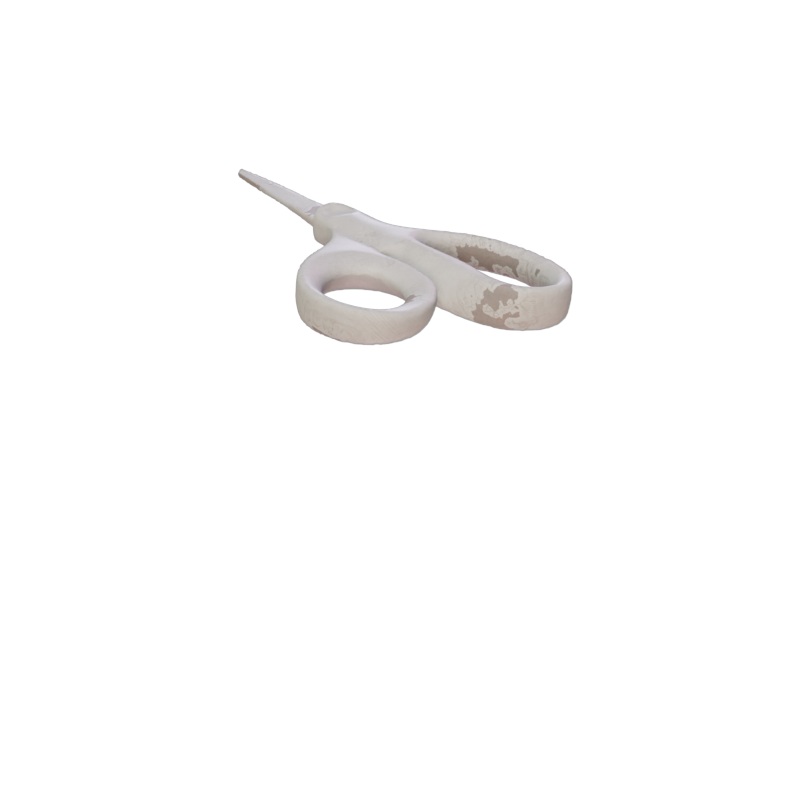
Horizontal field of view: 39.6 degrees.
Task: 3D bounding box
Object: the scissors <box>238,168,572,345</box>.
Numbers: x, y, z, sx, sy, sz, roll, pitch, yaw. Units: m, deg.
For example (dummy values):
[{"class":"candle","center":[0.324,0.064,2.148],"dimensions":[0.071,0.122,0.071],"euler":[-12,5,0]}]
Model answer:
[{"class":"scissors","center":[-0.032,-0.058,0.407],"dimensions":[0.095,0.015,0.215],"euler":[-21,32,-38]}]
